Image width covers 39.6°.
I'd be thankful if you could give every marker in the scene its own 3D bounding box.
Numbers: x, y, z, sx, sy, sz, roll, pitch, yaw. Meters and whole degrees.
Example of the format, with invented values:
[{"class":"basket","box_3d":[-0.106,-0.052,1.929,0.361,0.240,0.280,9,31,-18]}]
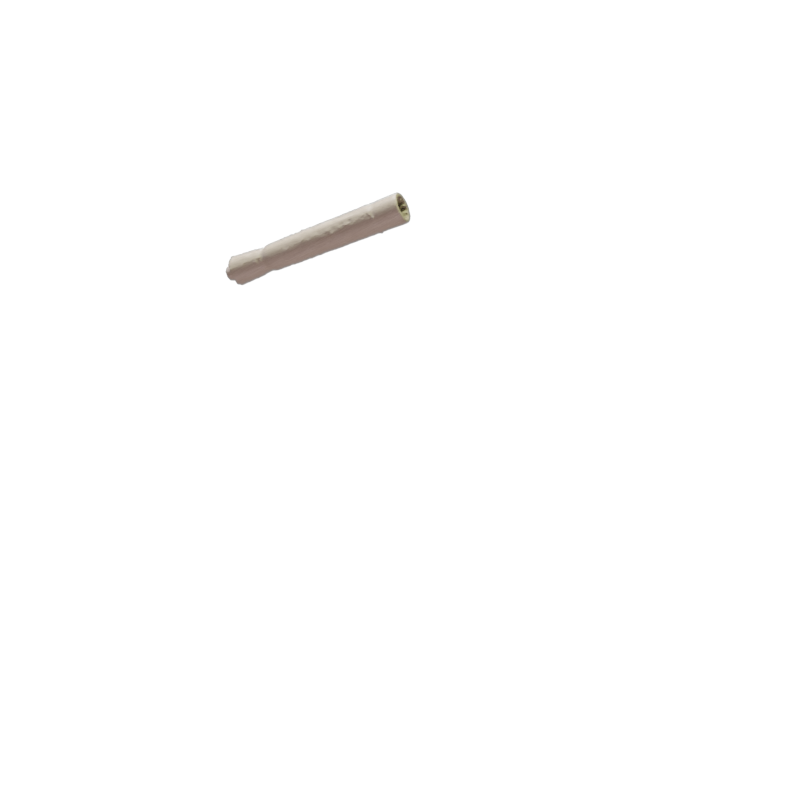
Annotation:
[{"class":"marker","box_3d":[-0.052,-0.094,0.659,0.122,0.020,0.019,-17,-3,24]}]
